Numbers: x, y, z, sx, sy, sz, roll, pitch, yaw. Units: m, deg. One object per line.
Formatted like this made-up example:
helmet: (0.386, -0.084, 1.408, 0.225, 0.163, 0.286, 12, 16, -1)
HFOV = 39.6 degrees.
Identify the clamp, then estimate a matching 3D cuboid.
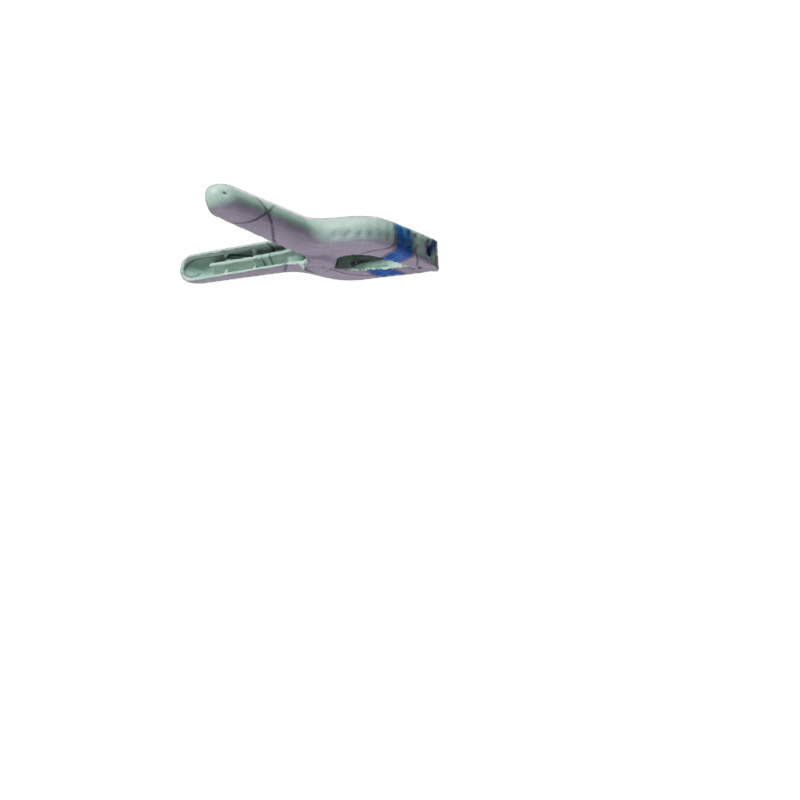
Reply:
clamp: (-0.069, -0.125, 0.878, 0.208, 0.038, 0.159, 2, -14, -7)
